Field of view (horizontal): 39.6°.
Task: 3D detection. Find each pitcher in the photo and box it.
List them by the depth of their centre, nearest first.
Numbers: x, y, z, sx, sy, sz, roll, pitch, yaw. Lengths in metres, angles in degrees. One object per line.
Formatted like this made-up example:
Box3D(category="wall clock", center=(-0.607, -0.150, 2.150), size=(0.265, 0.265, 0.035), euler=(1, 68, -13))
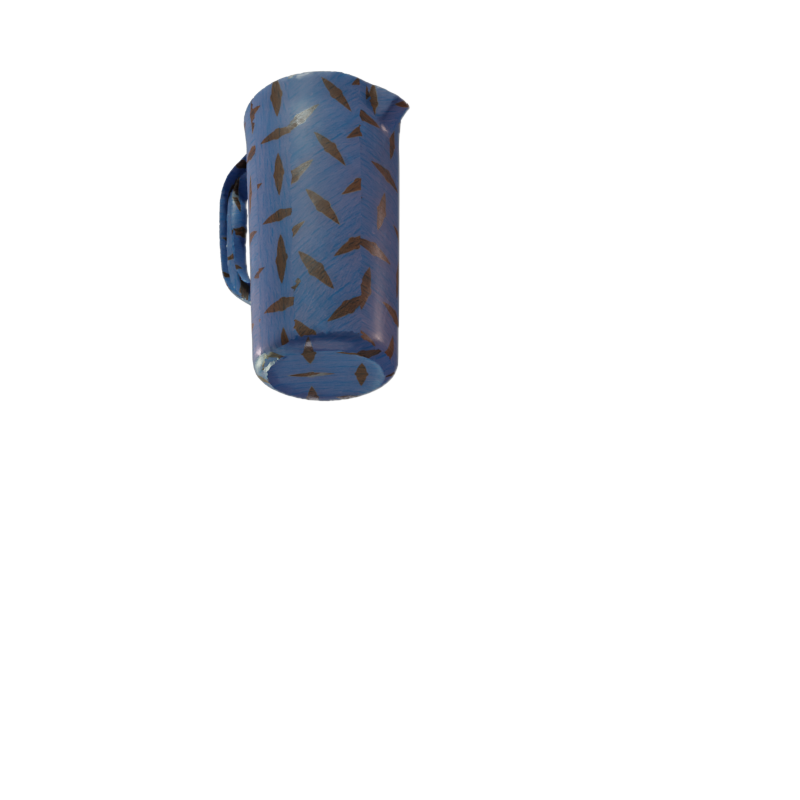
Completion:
Box3D(category="pitcher", center=(-0.069, -0.126, 0.882), size=(0.143, 0.259, 0.142), euler=(4, -30, -10))
